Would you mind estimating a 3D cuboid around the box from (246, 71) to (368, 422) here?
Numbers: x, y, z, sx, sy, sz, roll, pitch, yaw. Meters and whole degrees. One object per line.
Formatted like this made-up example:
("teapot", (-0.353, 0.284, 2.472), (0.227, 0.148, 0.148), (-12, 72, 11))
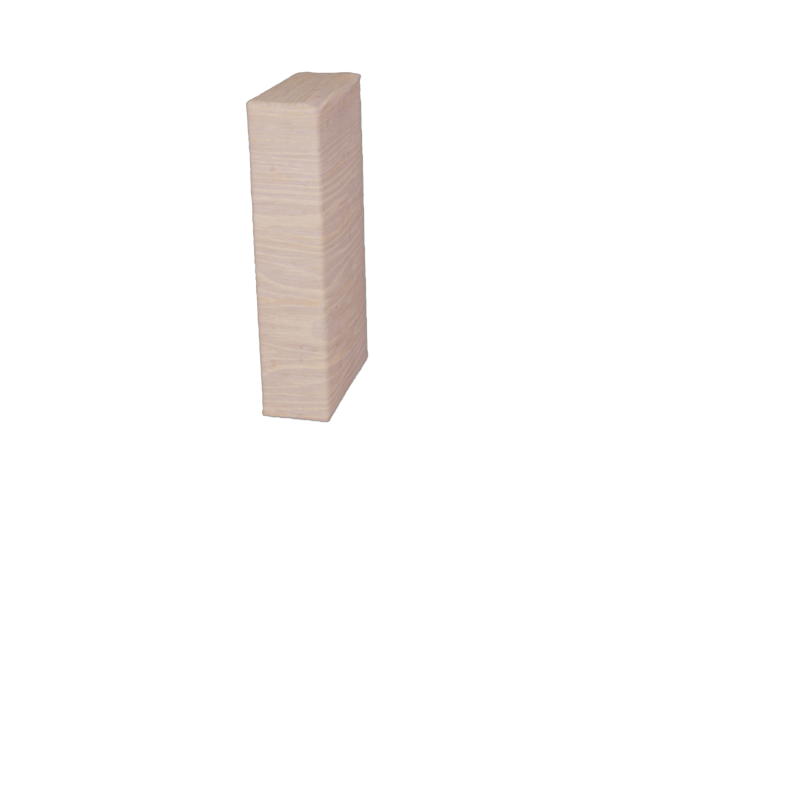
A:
("box", (-0.048, -0.088, 0.618), (0.049, 0.168, 0.096), (6, 22, 11))
